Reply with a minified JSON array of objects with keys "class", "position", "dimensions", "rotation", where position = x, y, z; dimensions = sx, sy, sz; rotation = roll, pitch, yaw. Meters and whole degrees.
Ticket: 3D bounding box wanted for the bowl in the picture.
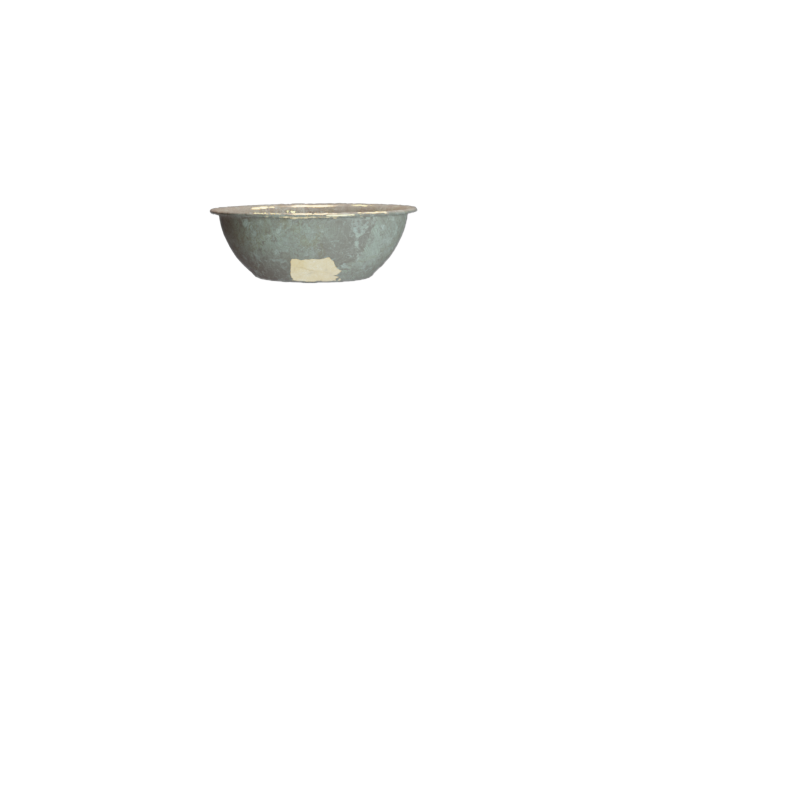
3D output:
[{"class":"bowl","position":[-0.068,-0.123,0.864],"dimensions":[0.162,0.054,0.166],"rotation":[0,12,-2]}]
